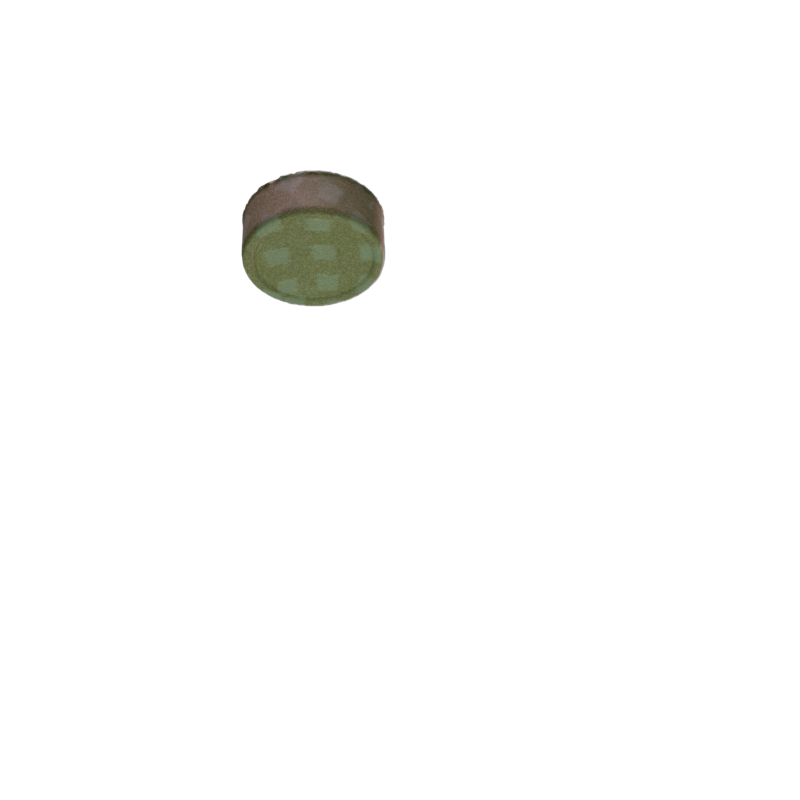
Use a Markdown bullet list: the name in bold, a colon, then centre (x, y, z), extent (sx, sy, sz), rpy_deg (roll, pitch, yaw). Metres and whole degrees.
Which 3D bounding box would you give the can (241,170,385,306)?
- **can**: centre (-0.051, -0.094, 0.657), extent (0.086, 0.036, 0.080), rpy_deg (1, -38, -2)
